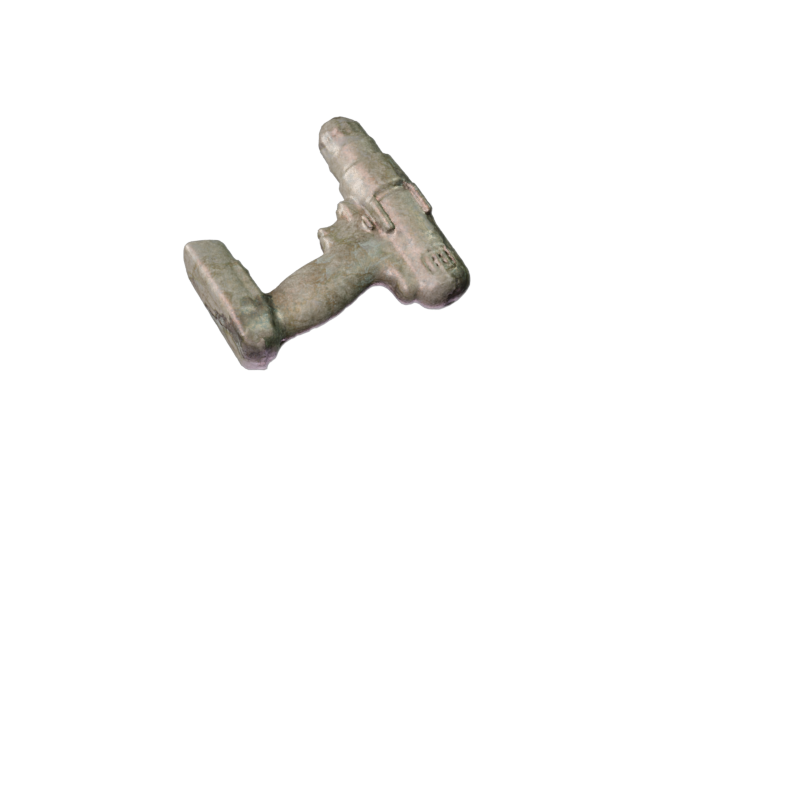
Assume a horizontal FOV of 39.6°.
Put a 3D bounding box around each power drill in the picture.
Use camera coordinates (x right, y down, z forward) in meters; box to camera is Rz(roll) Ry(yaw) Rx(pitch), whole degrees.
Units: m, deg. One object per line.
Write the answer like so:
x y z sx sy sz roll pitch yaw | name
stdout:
-0.066 -0.120 0.843 0.187 0.197 0.054 -27 -26 -15 | power drill
